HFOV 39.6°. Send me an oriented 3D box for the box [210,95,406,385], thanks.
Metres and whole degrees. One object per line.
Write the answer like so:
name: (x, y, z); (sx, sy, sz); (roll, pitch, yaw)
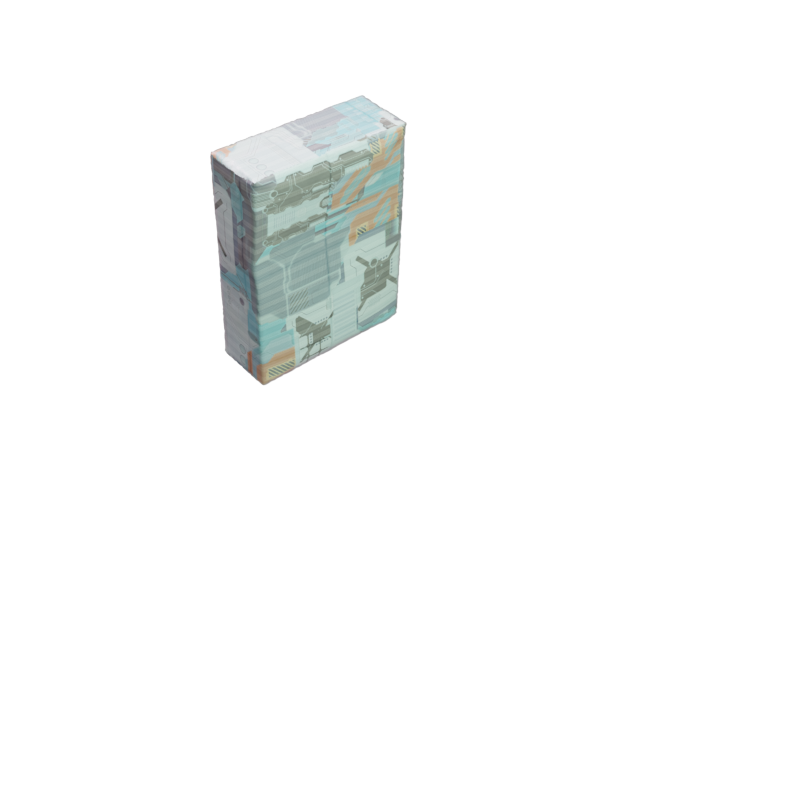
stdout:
box: (-0.076, -0.139, 0.977); (0.164, 0.200, 0.077); (-28, 48, -32)
